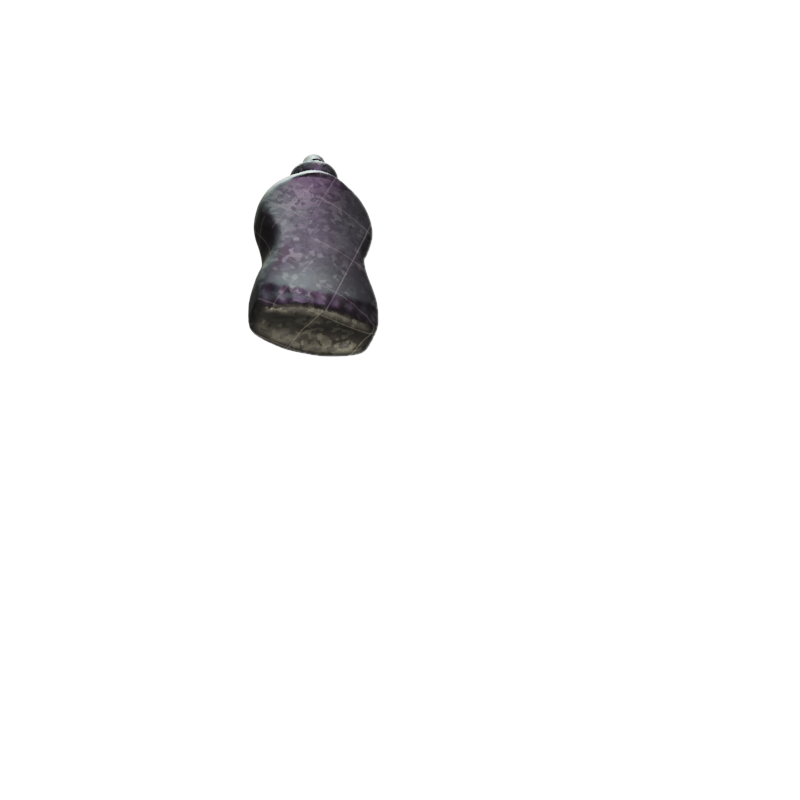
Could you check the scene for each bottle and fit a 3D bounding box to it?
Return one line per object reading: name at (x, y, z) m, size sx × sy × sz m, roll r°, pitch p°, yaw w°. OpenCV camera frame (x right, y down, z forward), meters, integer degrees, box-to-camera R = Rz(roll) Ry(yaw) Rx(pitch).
bottle at (-0.069, -0.127, 0.886) m, size 0.094 × 0.206 × 0.055 m, roll 9°, pitch -42°, yaw -13°
